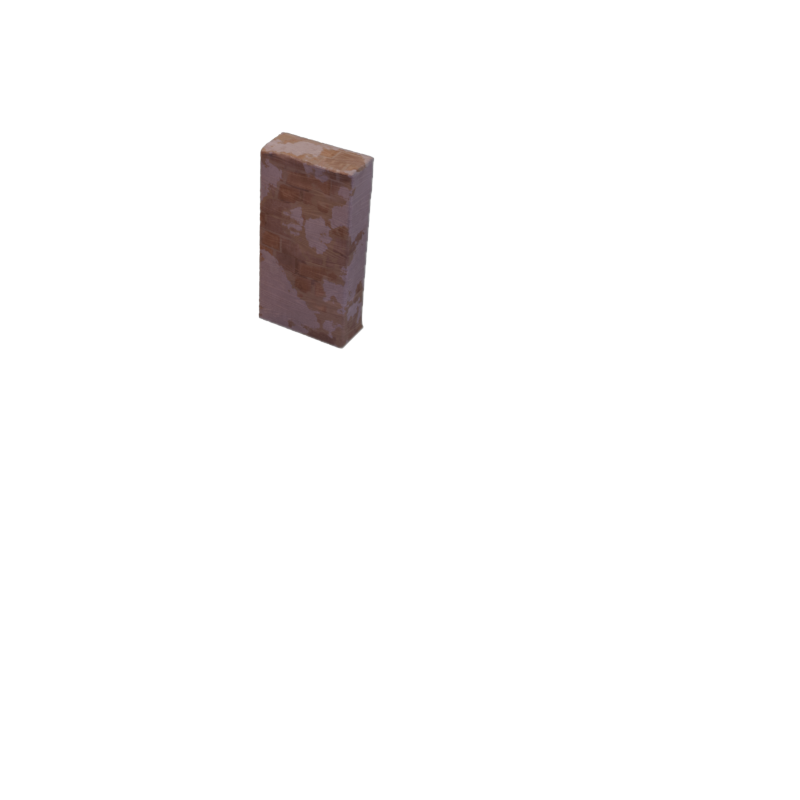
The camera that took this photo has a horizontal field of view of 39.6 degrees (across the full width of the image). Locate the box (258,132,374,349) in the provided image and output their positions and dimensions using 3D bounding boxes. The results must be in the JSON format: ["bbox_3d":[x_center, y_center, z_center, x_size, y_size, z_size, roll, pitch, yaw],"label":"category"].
[{"bbox_3d":[-0.076,-0.138,0.970,0.098,0.165,0.049,20,39,23],"label":"box"}]
